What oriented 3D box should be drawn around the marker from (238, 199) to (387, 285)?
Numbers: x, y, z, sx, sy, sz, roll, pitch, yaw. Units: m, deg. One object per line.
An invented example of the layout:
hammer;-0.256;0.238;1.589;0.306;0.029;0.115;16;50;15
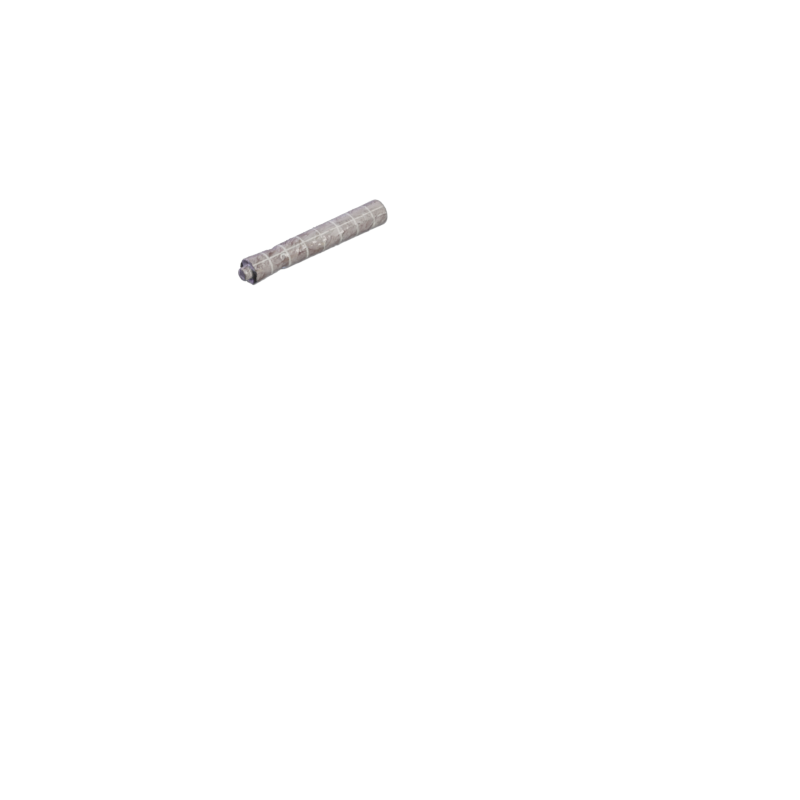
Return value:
marker;-0.059;-0.107;0.752;0.121;0.019;0.021;-30;21;-32
